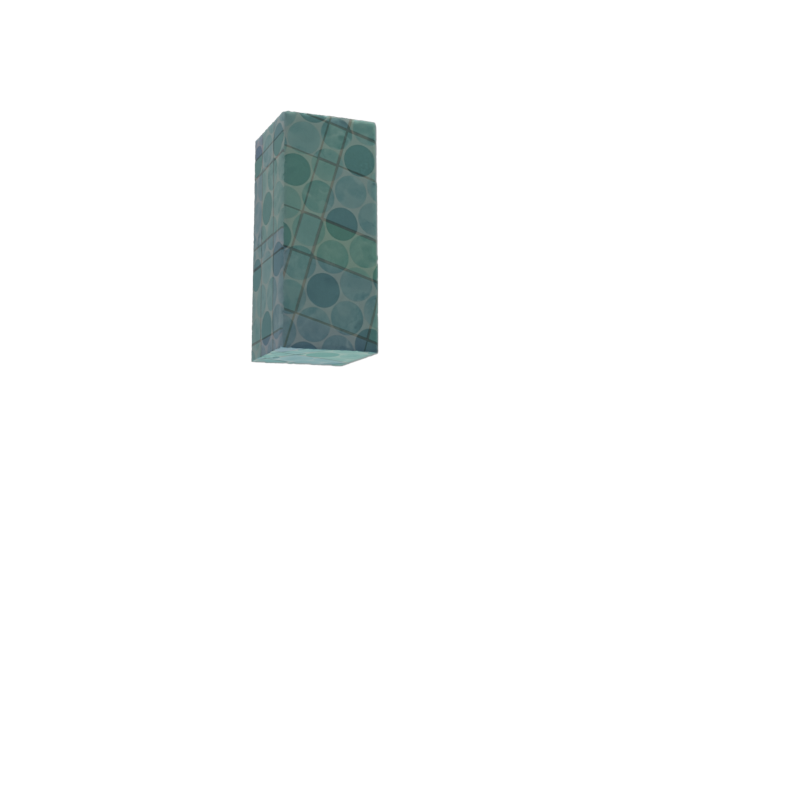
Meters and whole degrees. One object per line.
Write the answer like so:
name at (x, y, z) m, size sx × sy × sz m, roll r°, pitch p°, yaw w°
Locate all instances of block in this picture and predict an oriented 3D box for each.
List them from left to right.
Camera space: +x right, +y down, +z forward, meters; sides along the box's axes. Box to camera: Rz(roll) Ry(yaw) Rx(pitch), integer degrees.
block at (-0.076, -0.140, 0.980) m, size 0.087 × 0.213 × 0.090 m, roll 4°, pitch -14°, yaw -22°
